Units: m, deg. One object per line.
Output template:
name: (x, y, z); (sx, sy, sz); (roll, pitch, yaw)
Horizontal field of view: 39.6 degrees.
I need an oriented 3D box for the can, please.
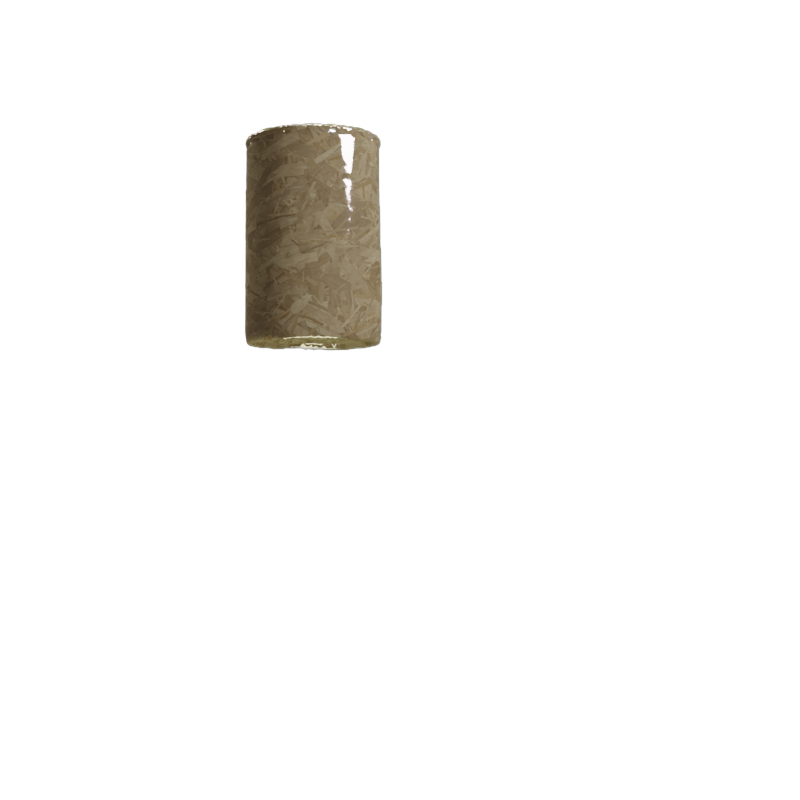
can: (-0.043, -0.078, 0.547); (0.068, 0.105, 0.067); (0, -8, -2)
